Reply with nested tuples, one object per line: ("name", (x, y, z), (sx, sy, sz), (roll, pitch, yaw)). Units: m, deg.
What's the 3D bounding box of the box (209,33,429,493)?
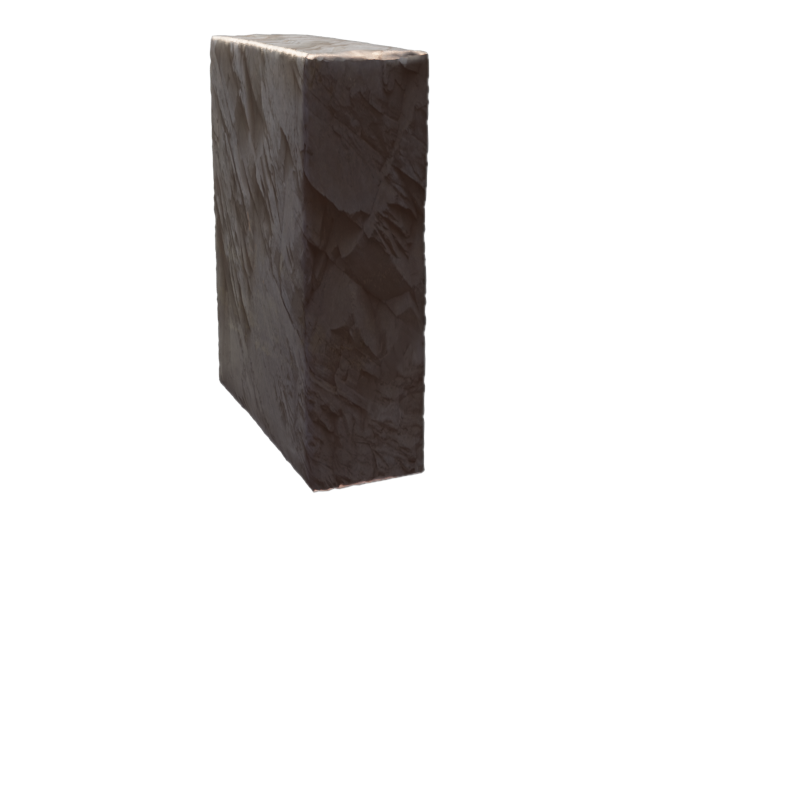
("box", (-0.047, -0.085, 0.597), (0.070, 0.206, 0.174), (-5, 18, -23))
